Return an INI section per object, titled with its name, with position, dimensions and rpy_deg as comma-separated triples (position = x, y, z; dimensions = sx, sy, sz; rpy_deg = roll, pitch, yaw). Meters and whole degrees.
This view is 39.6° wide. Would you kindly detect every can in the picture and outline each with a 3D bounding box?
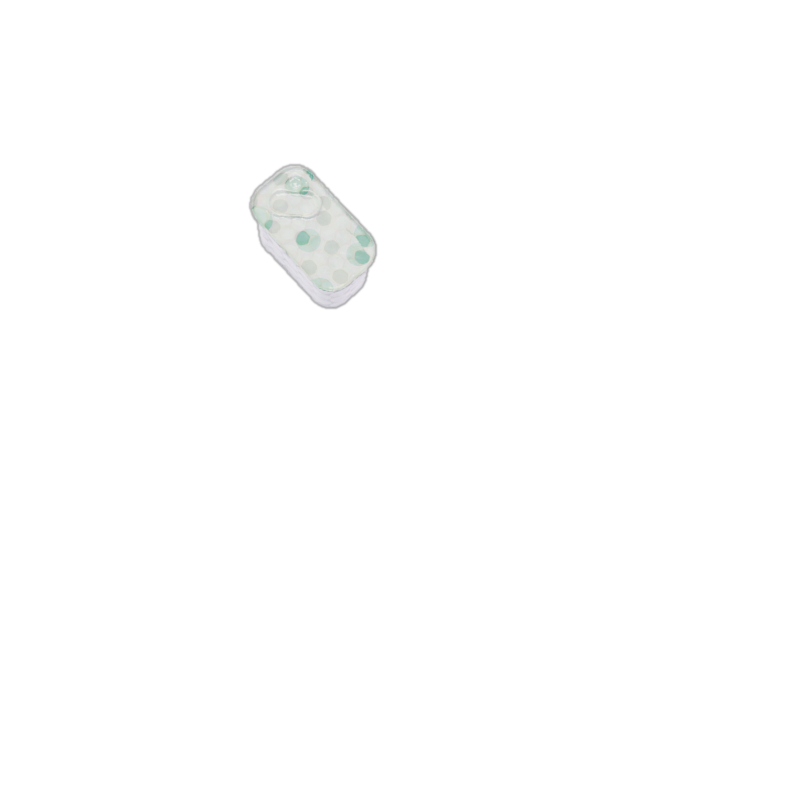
[can]
position = -0.068, -0.124, 0.869
dimensions = 0.058, 0.105, 0.081
rpy_deg = -41, -8, -9
